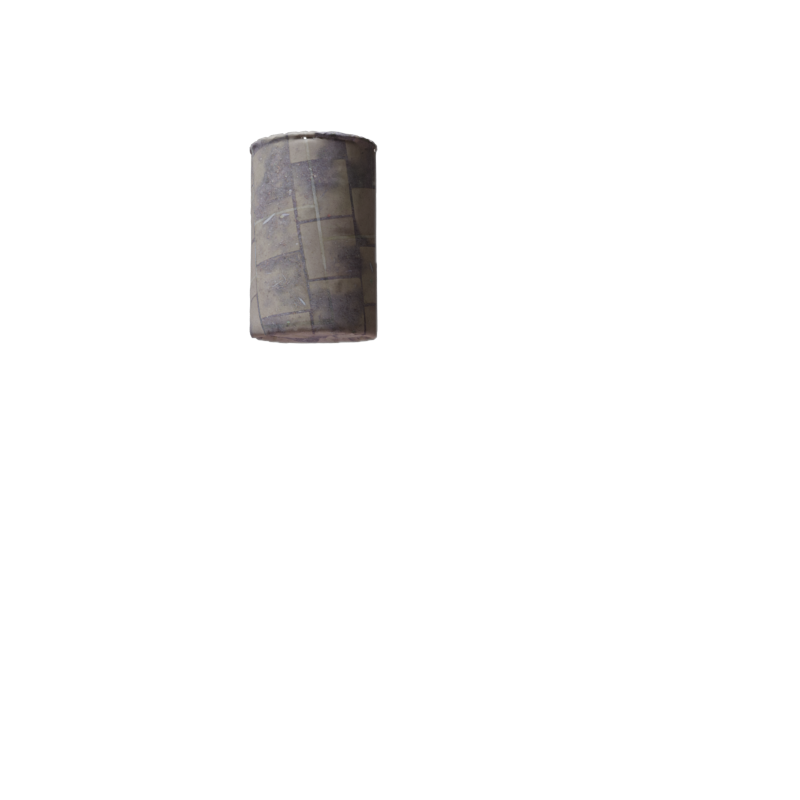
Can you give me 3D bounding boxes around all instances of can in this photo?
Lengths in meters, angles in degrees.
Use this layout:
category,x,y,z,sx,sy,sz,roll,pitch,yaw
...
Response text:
category,x,y,z,sx,sy,sz,roll,pitch,yaw
can,-0.045,-0.083,0.580,0.068,0.104,0.067,0,-7,-2
